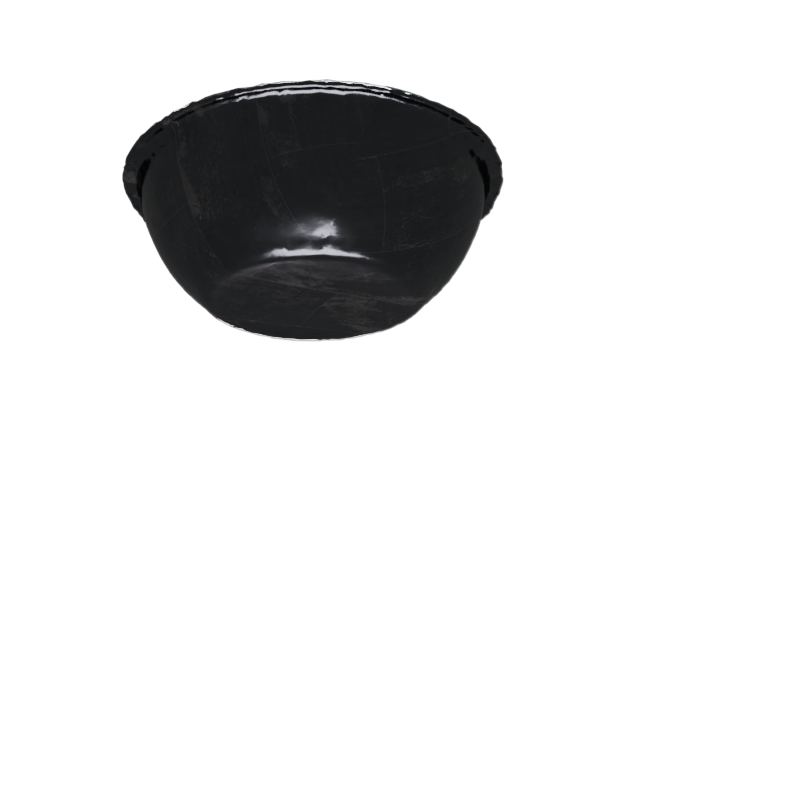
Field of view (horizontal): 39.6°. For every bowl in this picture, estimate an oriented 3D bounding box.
[{"bbox_3d":[-0.036,-0.066,0.463,0.162,0.058,0.154,1,-20,-2],"label":"bowl"}]
